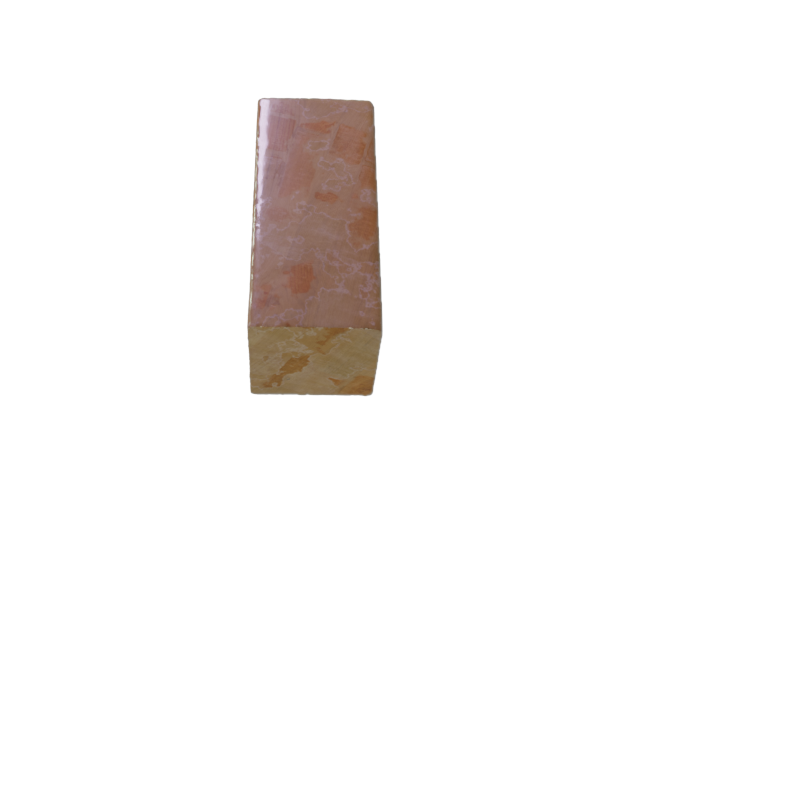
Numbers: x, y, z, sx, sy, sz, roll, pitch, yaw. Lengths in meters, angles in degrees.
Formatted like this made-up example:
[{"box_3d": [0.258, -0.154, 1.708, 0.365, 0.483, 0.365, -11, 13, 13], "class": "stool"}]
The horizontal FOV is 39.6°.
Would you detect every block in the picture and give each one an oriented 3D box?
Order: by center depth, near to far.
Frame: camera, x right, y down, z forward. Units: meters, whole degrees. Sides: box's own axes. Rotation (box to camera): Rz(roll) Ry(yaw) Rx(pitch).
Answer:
[{"box_3d": [-0.063, -0.116, 0.814, 0.090, 0.221, 0.085, 0, -34, -4], "class": "block"}]
